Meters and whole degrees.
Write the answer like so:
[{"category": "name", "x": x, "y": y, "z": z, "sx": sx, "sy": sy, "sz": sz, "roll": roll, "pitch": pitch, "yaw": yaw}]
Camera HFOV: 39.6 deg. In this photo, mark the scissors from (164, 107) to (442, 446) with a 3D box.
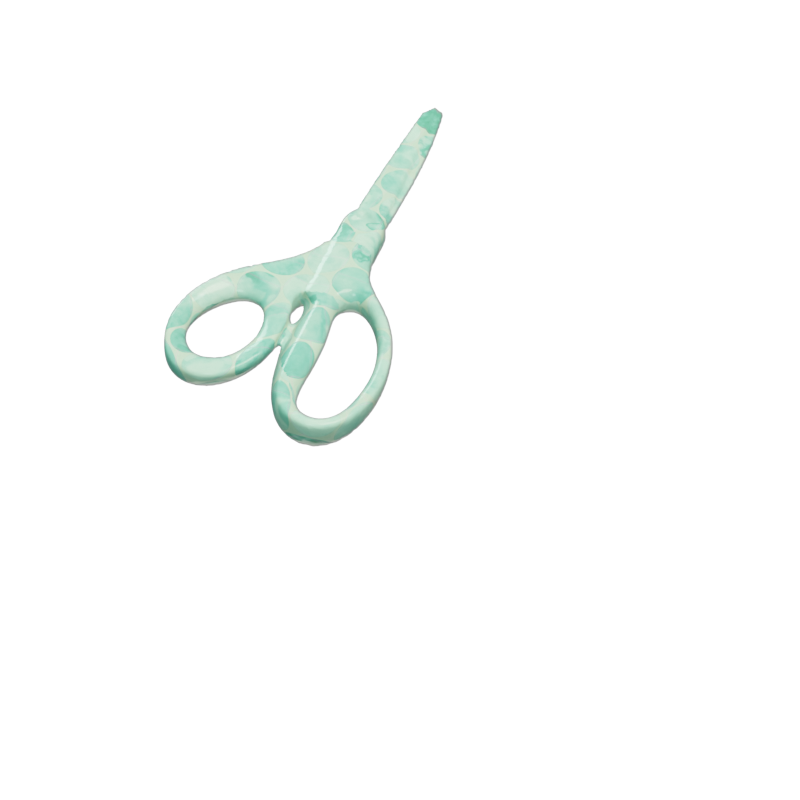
[{"category": "scissors", "x": -0.036, "y": -0.066, "z": 0.464, "sx": 0.097, "sy": 0.215, "sz": 0.015, "roll": 4, "pitch": -43, "yaw": 4}]
